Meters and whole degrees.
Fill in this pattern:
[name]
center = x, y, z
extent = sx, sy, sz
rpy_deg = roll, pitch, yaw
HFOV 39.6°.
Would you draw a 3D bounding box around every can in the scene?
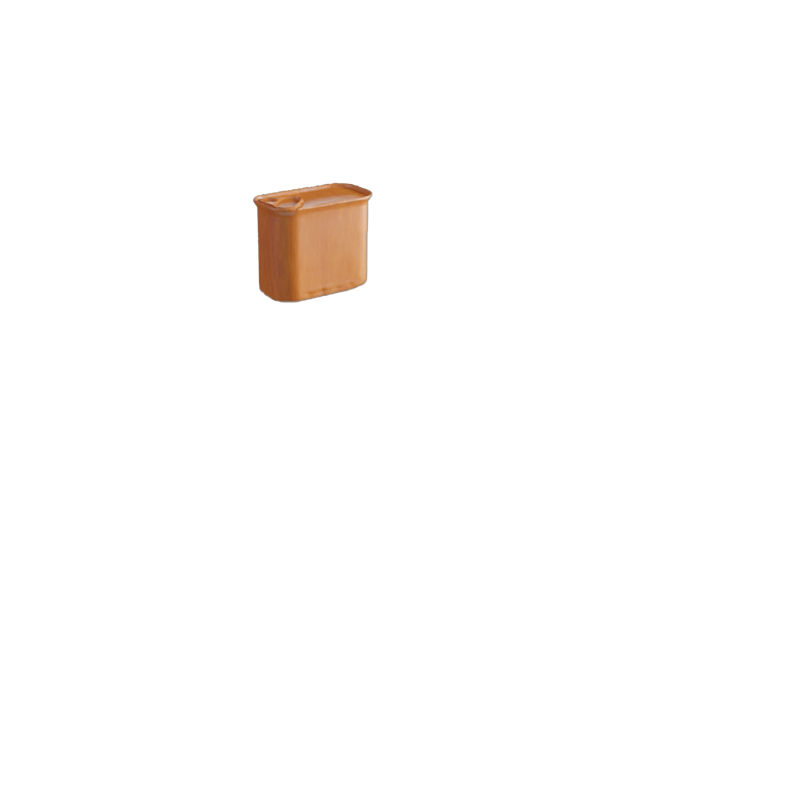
[can]
center = -0.075, -0.137, 0.958
extent = 0.100, 0.080, 0.061
rpy_deg = -14, 25, -33
